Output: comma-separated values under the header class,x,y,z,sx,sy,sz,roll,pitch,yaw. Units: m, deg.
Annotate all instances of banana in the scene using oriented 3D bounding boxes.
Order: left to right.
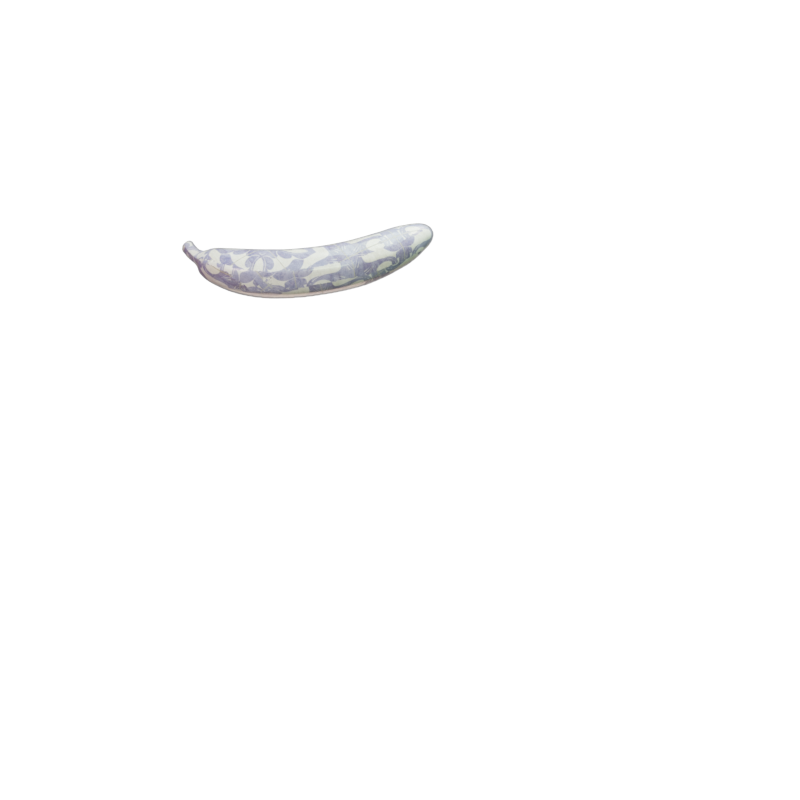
class,x,y,z,sx,sy,sz,roll,pitch,yaw
banana,-0.069,-0.108,0.849,0.197,0.075,0.034,-3,-42,-3
